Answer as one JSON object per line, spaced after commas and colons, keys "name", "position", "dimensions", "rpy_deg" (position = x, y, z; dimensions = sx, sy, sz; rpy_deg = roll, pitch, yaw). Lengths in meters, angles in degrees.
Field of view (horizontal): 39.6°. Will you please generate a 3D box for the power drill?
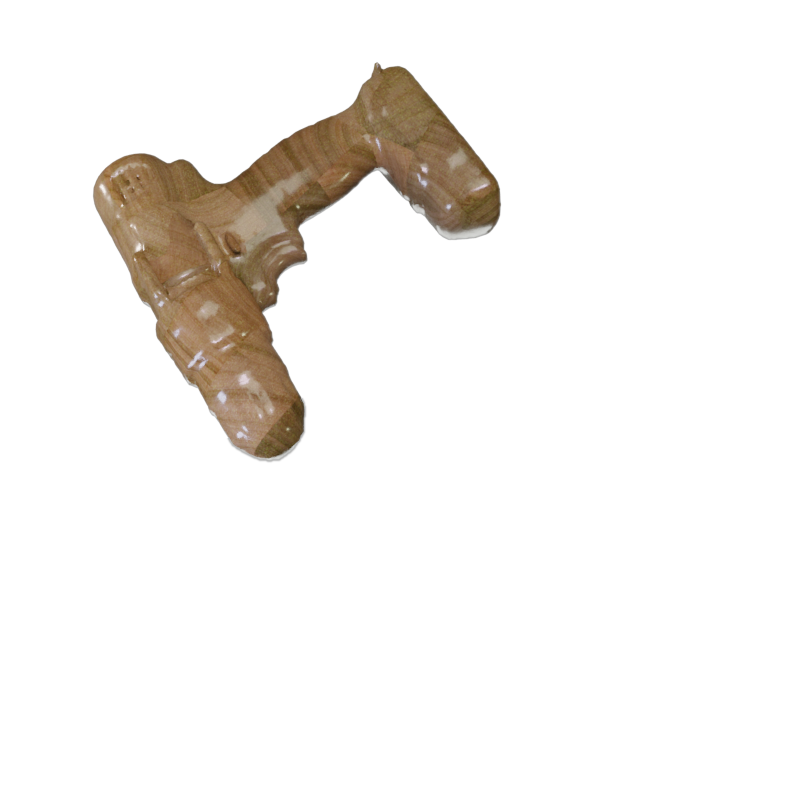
{"name": "power drill", "position": [-0.045, -0.082, 0.575], "dimensions": [0.187, 0.196, 0.054], "rpy_deg": [-28, -23, -14]}
